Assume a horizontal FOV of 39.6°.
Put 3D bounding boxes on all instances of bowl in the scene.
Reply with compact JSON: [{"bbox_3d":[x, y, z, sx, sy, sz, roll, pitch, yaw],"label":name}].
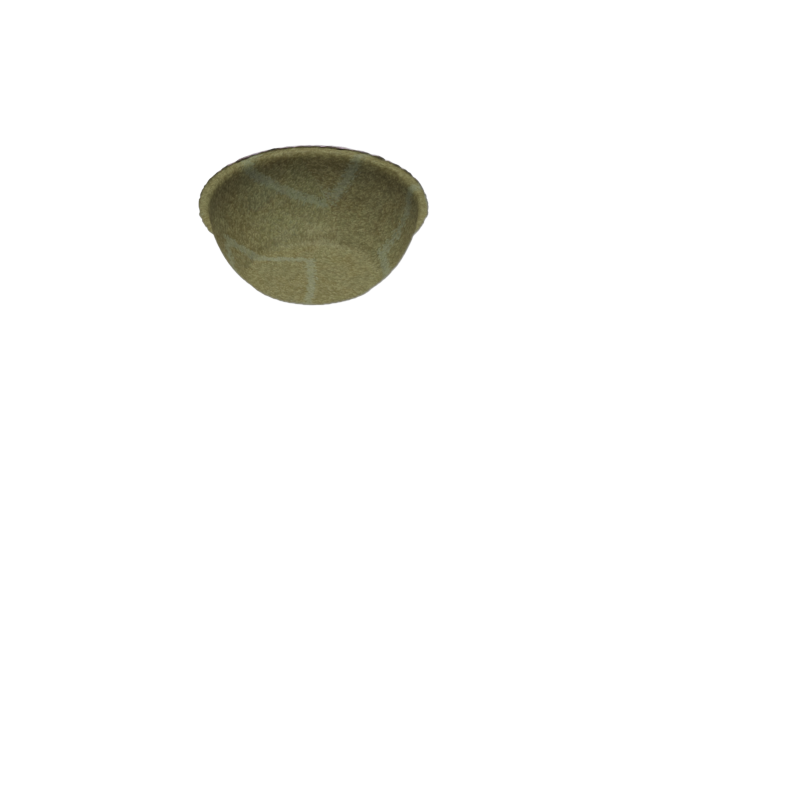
[{"bbox_3d":[-0.060,-0.110,0.769,0.162,0.058,0.153,1,-23,-2],"label":"bowl"}]
